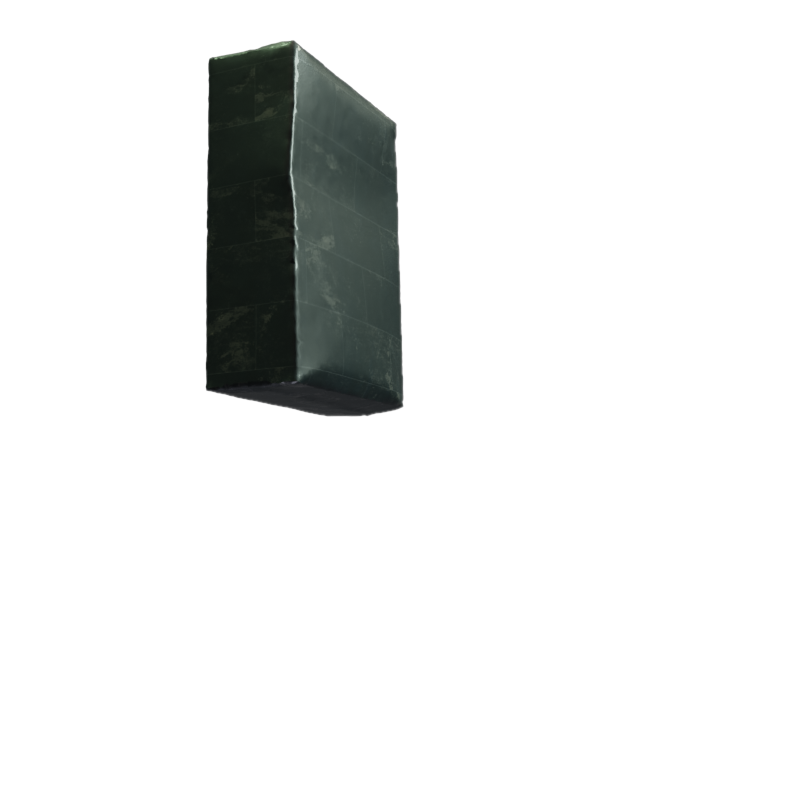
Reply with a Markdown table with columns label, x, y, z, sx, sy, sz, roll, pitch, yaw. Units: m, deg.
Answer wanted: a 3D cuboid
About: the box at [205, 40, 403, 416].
| label | x | y | z | sx | sy | sz | roll | pitch | yaw |
| --- | --- | --- | --- | --- | --- | --- | --- | --- | --- |
| box | -0.057 | -0.104 | 0.727 | 0.073 | 0.221 | 0.155 | -7 | -14 | 24 |
